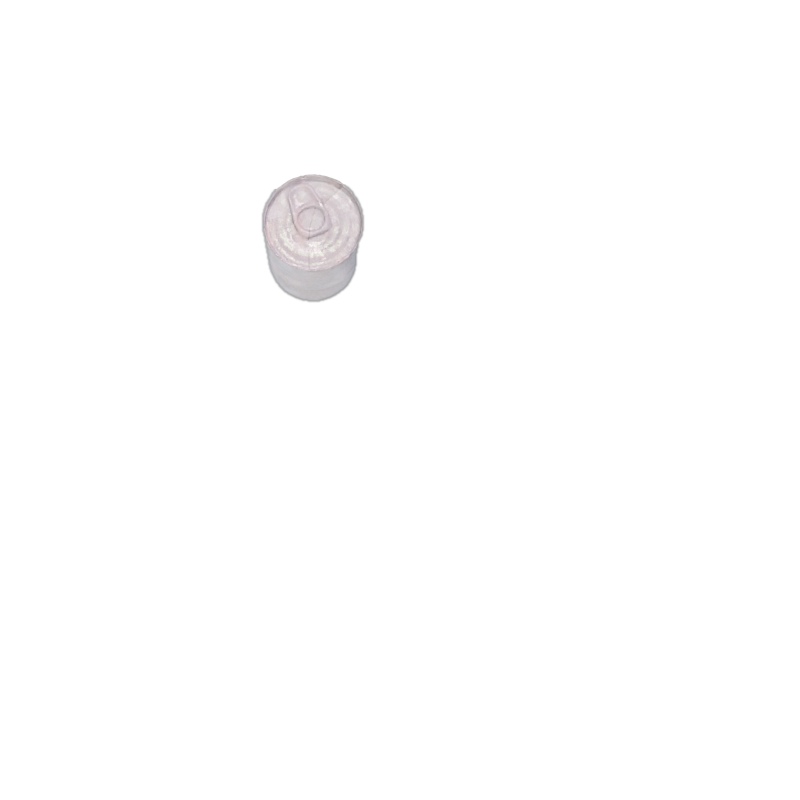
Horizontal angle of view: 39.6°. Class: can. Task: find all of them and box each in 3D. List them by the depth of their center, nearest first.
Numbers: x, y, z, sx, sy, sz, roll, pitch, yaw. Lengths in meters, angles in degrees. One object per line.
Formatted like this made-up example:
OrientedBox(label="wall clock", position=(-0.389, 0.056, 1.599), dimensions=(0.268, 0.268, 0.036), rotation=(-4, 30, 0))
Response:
OrientedBox(label="can", position=(-0.062, -0.113, 0.793), dimensions=(0.068, 0.071, 0.099), rotation=(0, -10, -3))
